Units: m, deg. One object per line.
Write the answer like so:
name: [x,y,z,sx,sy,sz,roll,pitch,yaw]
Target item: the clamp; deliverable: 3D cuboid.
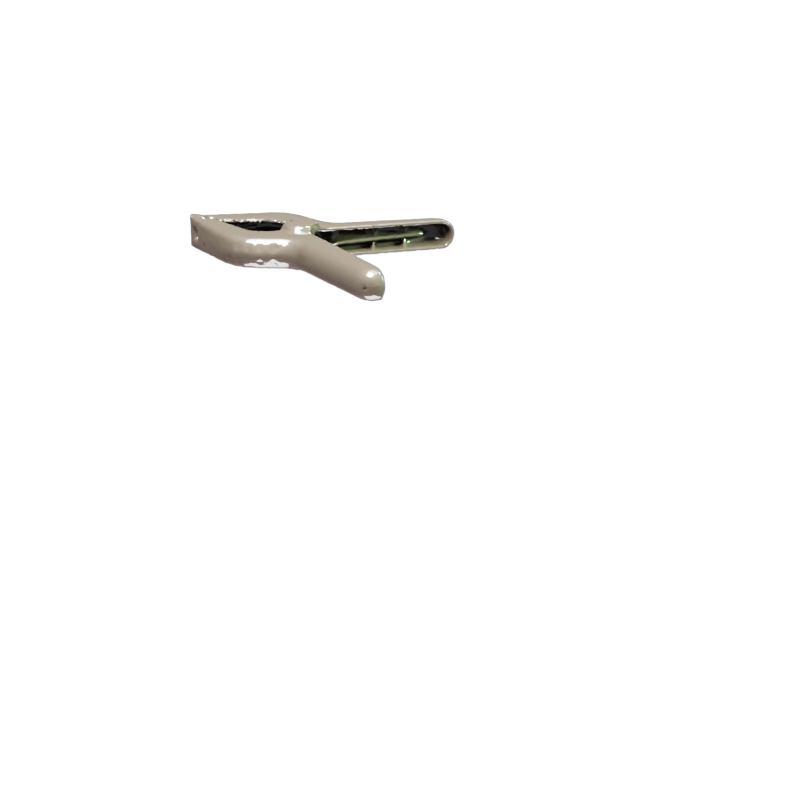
clamp: [-0.069,-0.126,0.884,0.219,0.035,0.164,13,25,28]
